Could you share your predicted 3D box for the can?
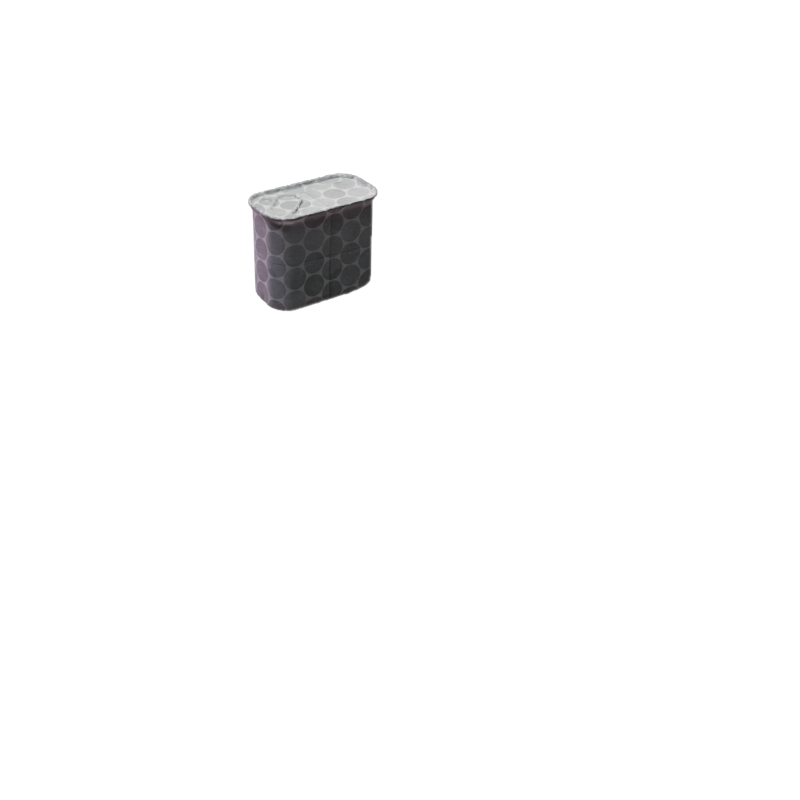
[{"bbox_3d":[-0.070,-0.128,0.895,0.100,0.079,0.062,-19,35,-30],"label":"can"}]
